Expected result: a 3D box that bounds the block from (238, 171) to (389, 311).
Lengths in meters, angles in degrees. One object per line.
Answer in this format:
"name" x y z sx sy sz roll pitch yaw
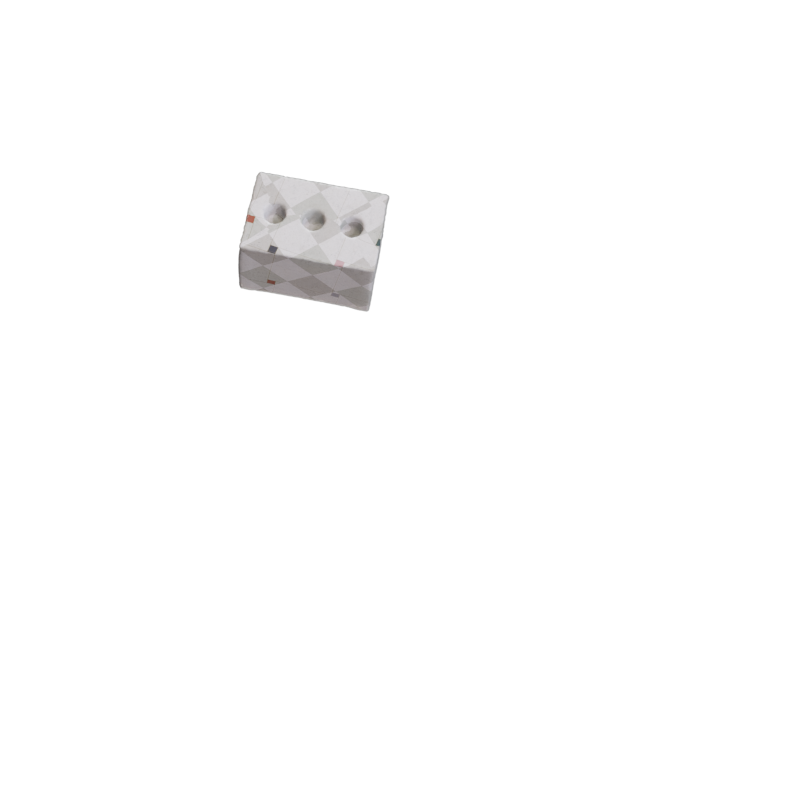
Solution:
"block" -0.050 -0.090 0.633 0.079 0.055 0.048 10 -25 4
